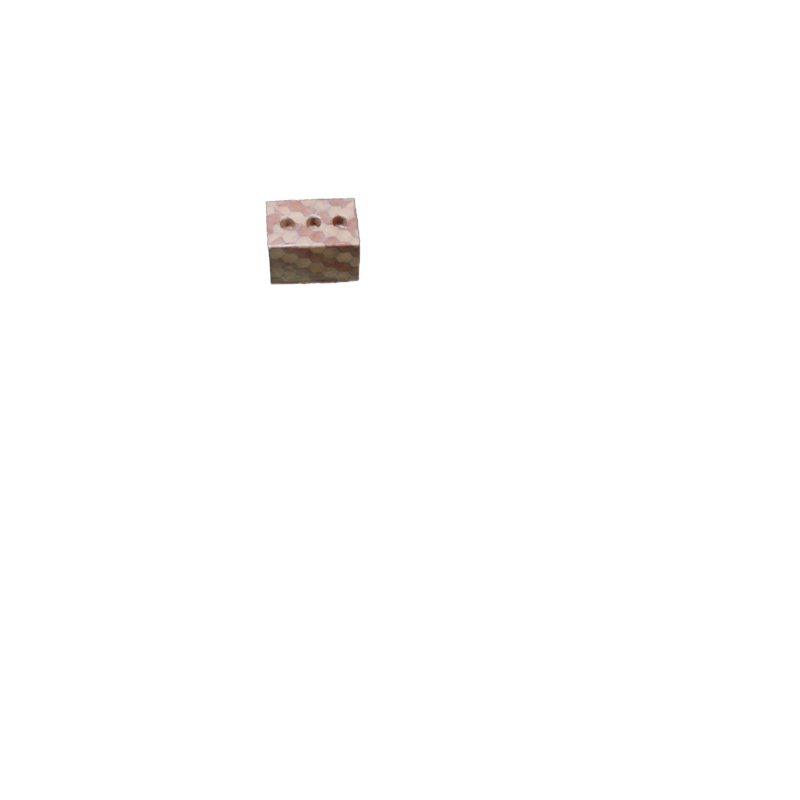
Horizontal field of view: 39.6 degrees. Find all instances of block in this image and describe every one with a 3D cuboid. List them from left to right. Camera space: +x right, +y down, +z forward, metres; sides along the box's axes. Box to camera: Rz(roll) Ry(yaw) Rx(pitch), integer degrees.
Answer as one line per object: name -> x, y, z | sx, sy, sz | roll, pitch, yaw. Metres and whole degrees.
block -> -0.073, -0.133, 0.933 | 0.078, 0.057, 0.048 | -3, -37, -4
